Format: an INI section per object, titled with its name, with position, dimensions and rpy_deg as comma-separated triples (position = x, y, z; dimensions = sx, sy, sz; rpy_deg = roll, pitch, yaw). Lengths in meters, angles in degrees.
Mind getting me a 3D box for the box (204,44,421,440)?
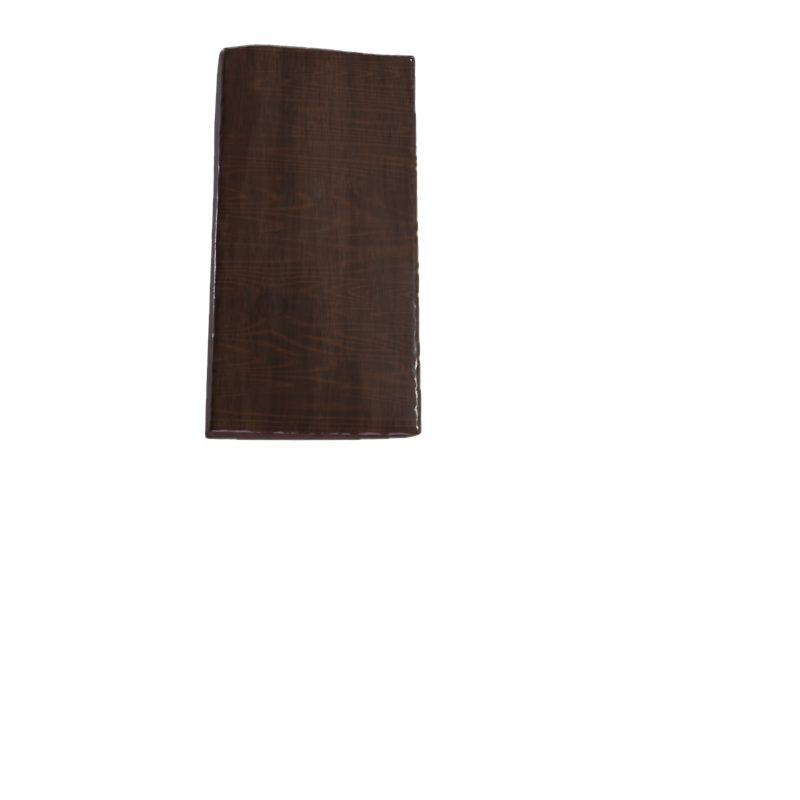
[box]
position = -0.039, -0.072, 0.502
dimensions = 0.092, 0.182, 0.047
rpy_deg = 1, -12, -9
